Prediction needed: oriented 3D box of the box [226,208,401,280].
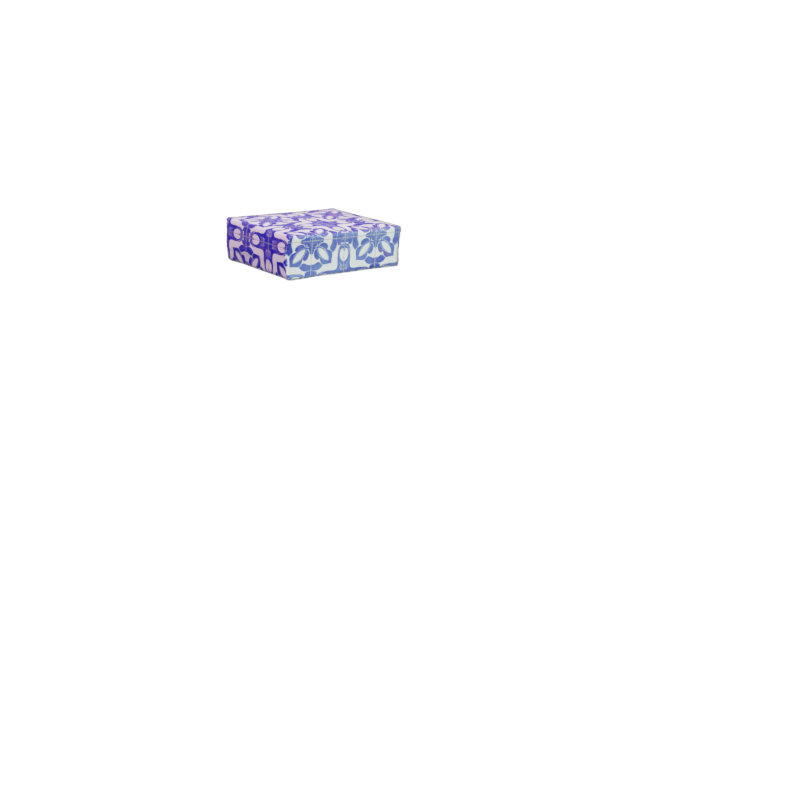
[{"bbox_3d":[-0.070,-0.127,0.892,0.111,0.038,0.095,-14,23,-36],"label":"box"}]
